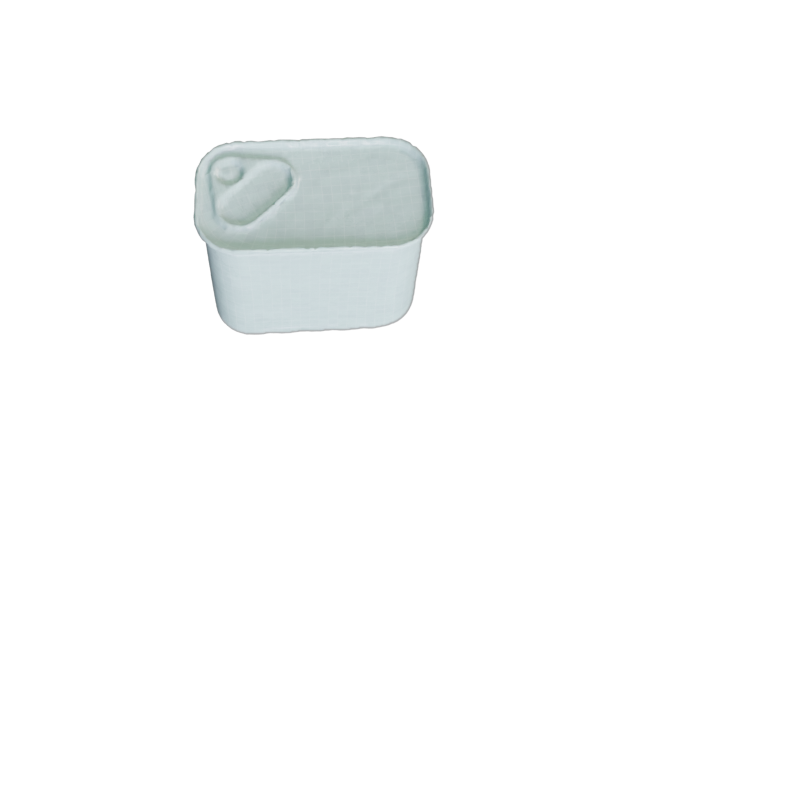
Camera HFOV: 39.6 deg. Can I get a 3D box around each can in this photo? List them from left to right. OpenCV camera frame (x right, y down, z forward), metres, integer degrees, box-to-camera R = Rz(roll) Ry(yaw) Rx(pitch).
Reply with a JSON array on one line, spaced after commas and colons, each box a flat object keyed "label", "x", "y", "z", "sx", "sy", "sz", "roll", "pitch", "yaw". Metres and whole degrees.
[{"label": "can", "x": -0.040, "y": -0.073, "z": 0.508, "sx": 0.102, "sy": 0.061, "sz": 0.079, "roll": -2, "pitch": -26, "yaw": -3}]
